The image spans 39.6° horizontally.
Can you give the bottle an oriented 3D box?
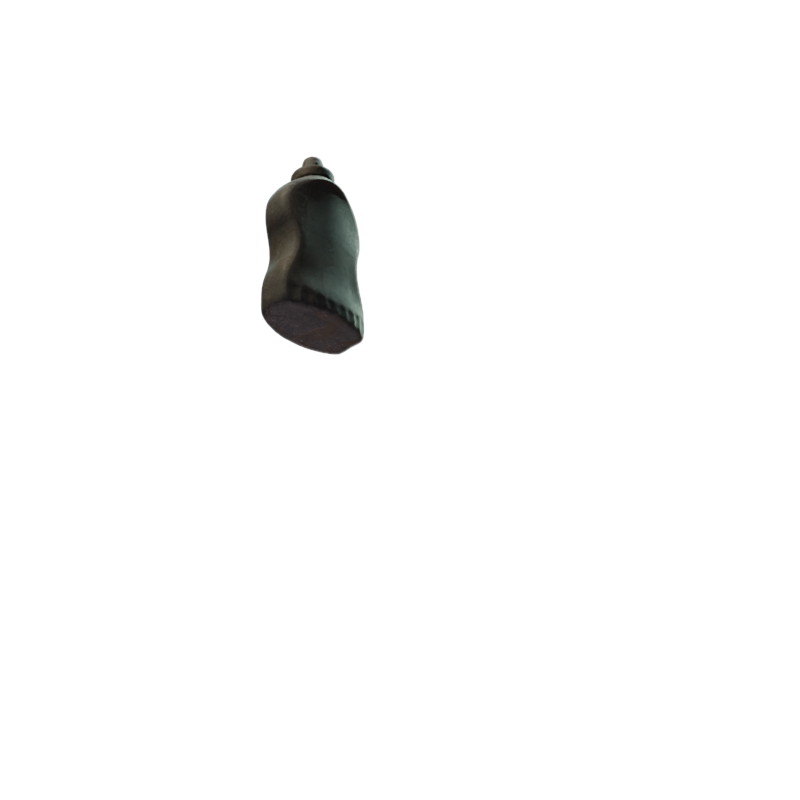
[{"bbox_3d":[-0.078,-0.141,0.990,0.090,0.205,0.058,25,-43,-34],"label":"bottle"}]
